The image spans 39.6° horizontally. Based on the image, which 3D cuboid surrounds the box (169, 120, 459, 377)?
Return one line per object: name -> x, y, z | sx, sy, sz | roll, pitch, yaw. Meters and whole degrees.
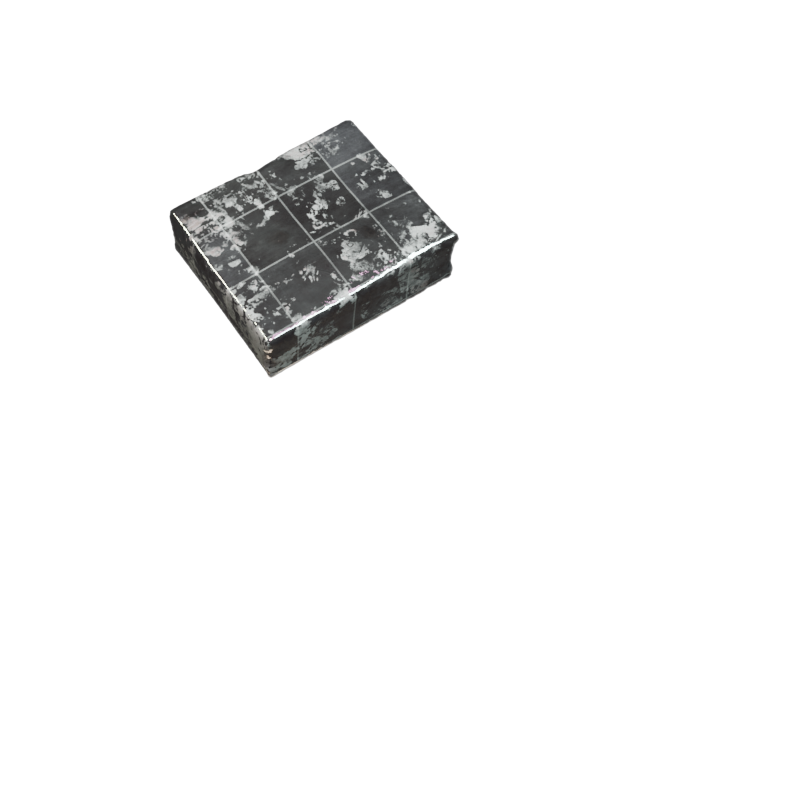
box -> -0.034, -0.062, 0.435 | 0.089, 0.078, 0.028 | -30, -27, -18
